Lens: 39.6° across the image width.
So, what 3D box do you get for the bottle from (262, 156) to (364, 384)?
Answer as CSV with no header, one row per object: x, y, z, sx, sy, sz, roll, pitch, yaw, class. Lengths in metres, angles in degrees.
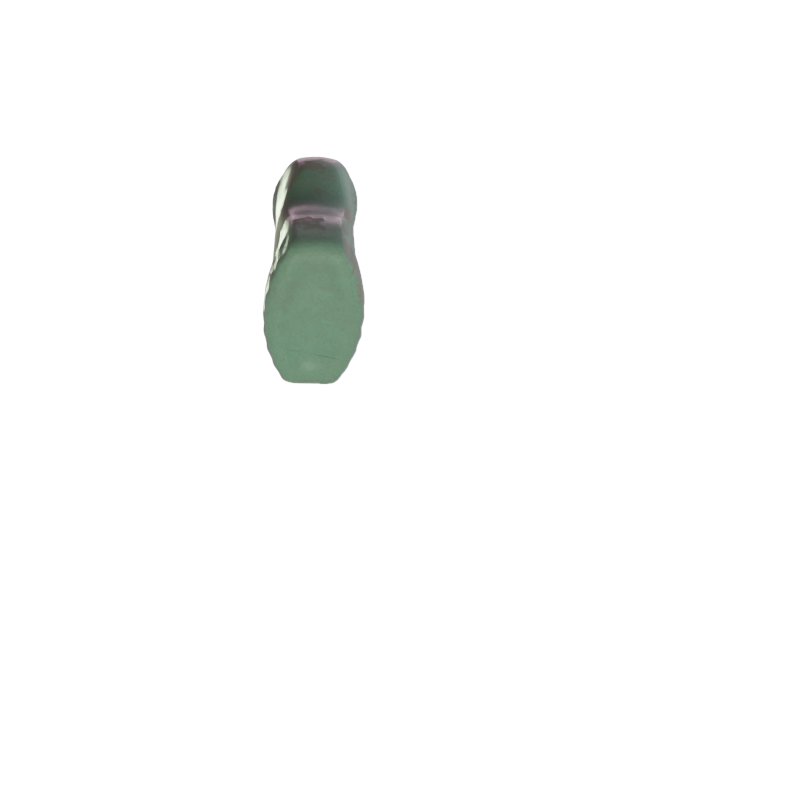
-0.055,-0.101,0.708,0.058,0.090,0.204,0,33,-4,bottle
